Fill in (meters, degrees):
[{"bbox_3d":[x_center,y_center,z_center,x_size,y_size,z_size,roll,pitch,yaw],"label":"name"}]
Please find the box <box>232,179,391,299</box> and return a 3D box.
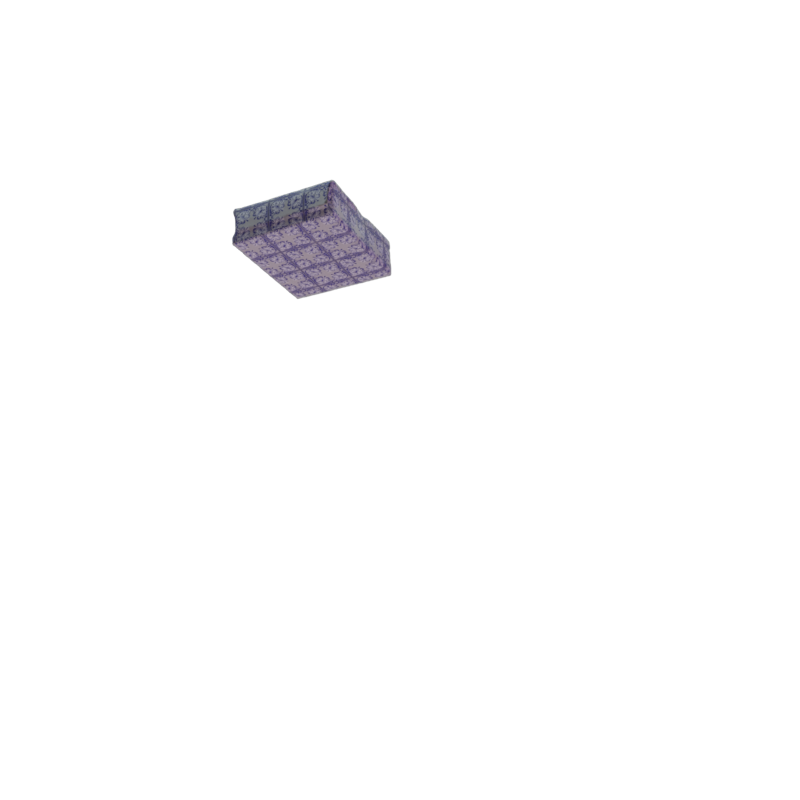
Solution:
[{"bbox_3d":[-0.057,-0.104,0.727,0.074,0.032,0.083,-13,-29,24],"label":"box"}]
